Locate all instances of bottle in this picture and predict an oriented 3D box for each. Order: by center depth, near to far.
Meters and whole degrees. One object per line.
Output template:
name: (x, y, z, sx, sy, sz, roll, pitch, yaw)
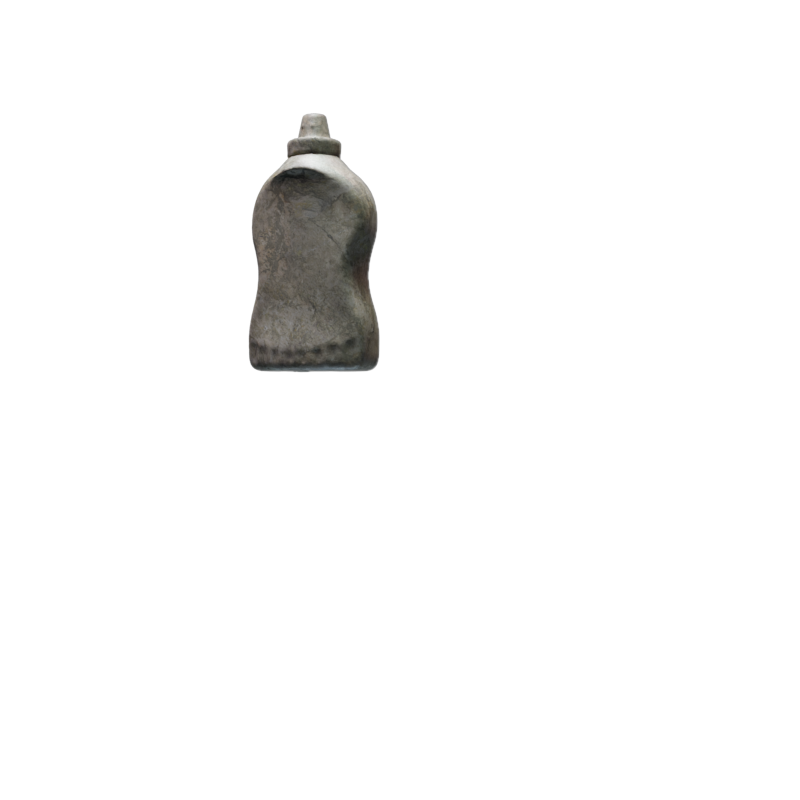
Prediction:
bottle: (-0.064, -0.117, 0.823, 0.099, 0.195, 0.056, -3, -7, 28)
